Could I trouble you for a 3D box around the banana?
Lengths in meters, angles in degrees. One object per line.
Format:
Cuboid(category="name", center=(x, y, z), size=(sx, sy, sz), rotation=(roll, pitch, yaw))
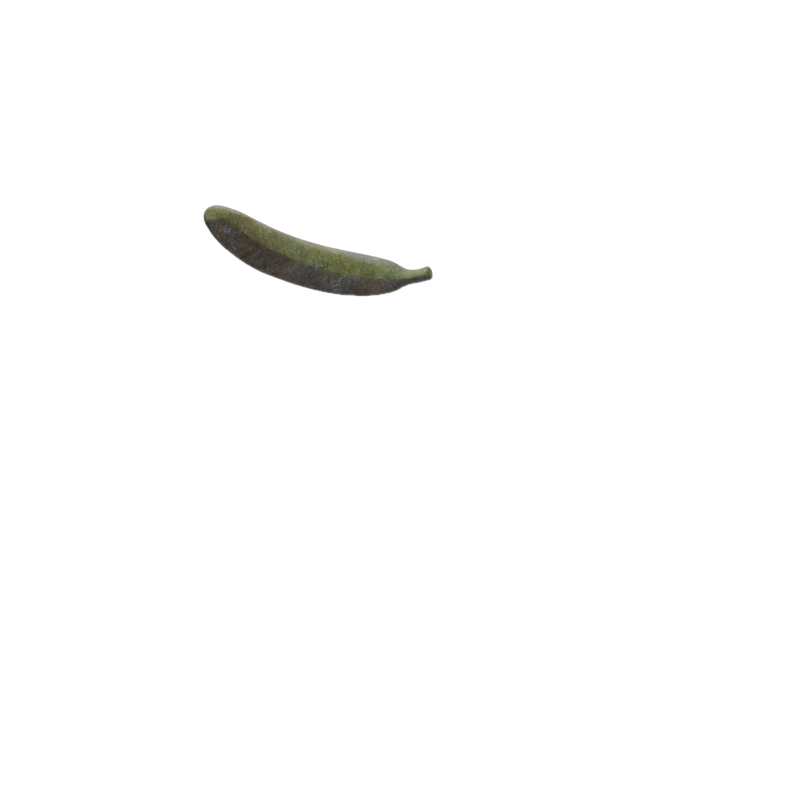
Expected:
Cuboid(category="banana", center=(-0.075, -0.119, 0.909), size=(0.191, 0.039, 0.068), rotation=(12, -32, -21))
